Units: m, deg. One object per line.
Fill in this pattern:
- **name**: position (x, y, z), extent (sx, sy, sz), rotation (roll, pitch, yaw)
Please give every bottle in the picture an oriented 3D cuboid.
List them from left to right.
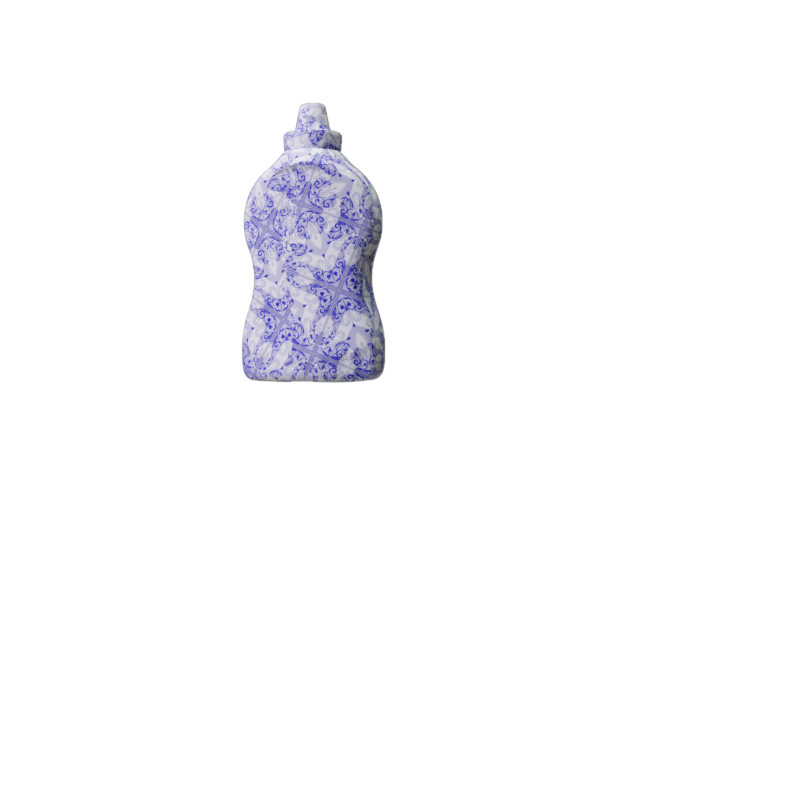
- **bottle**: position (-0.060, -0.109, 0.766), extent (0.098, 0.194, 0.056), rotation (-1, -5, 17)
